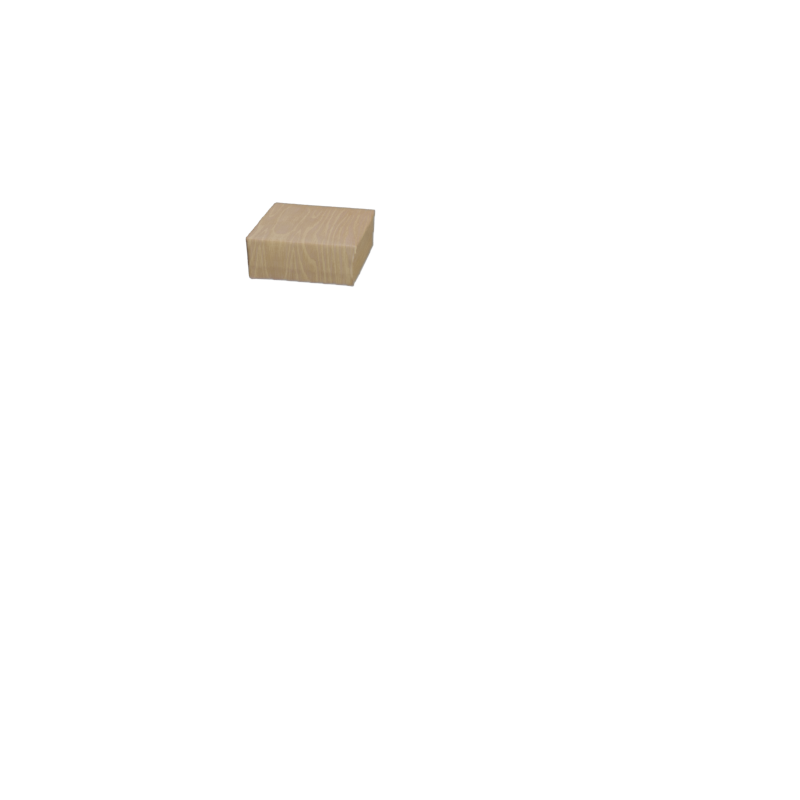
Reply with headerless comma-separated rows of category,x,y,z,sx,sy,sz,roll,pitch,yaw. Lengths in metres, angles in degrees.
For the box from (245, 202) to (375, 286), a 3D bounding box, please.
box,-0.072,-0.131,0.918,0.091,0.037,0.118,4,26,7
